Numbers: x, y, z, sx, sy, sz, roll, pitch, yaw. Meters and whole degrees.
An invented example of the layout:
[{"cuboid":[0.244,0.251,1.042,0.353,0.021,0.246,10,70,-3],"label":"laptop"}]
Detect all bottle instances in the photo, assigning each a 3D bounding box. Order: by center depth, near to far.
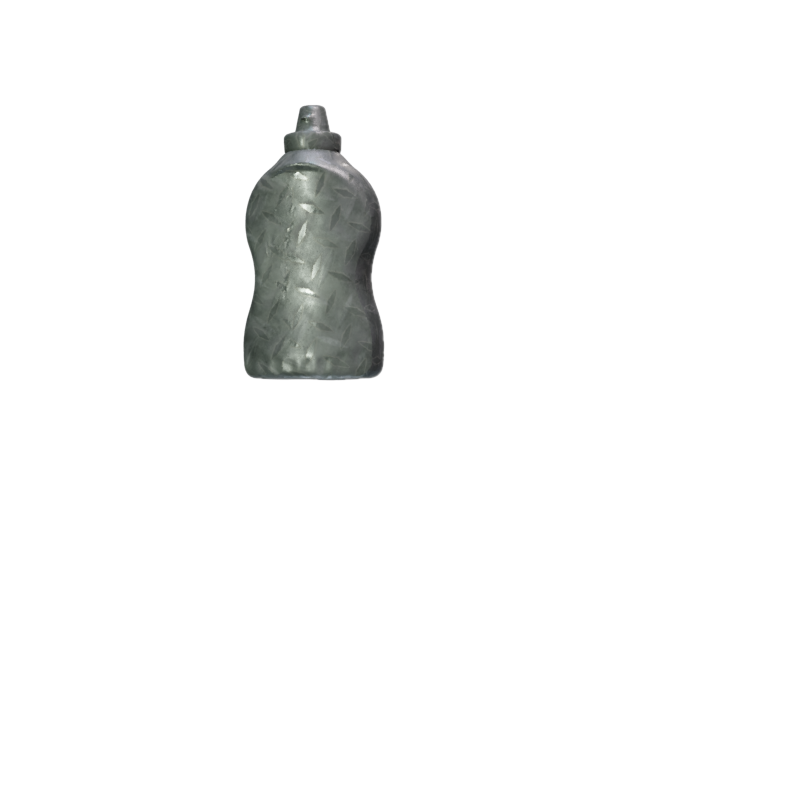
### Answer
[{"cuboid":[-0.061,-0.111,0.778,0.098,0.194,0.056,-2,-5,20],"label":"bottle"}]
